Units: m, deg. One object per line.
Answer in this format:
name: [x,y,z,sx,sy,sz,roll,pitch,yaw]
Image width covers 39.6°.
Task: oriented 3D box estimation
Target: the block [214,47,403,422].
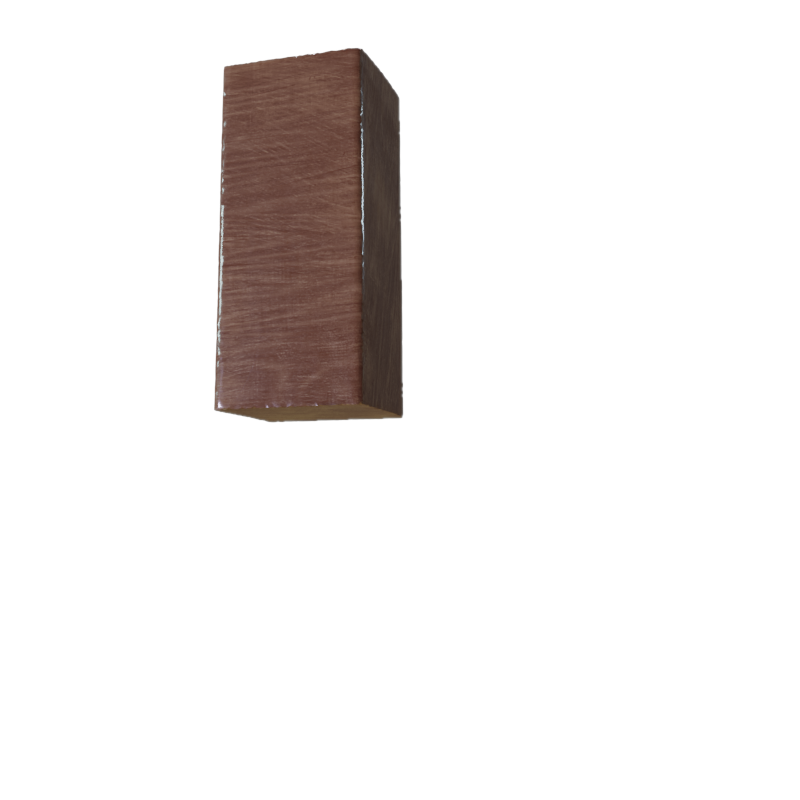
block: [-0.052,-0.095,0.668,0.092,0.213,0.086,-5,-13,17]
